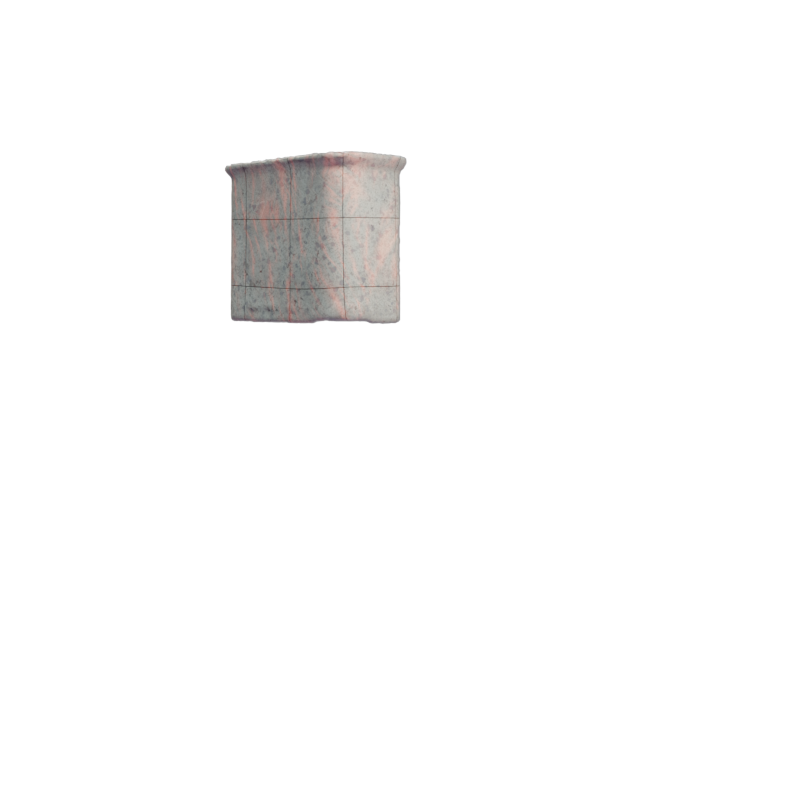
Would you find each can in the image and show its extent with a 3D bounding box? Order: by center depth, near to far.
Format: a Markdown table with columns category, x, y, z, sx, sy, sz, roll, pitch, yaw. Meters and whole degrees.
| category | x | y | z | sx | sy | sz | roll | pitch | yaw |
| --- | --- | --- | --- | --- | --- | --- | --- | --- | --- |
| can | -0.045 | -0.083 | 0.580 | 0.055 | 0.084 | 0.106 | 0 | 2 | -45 |
